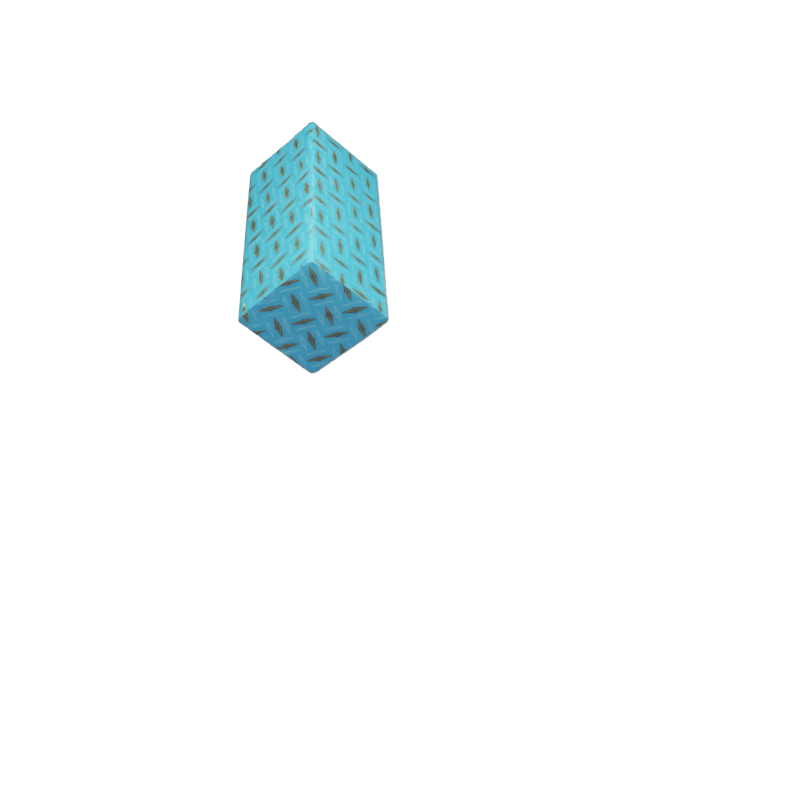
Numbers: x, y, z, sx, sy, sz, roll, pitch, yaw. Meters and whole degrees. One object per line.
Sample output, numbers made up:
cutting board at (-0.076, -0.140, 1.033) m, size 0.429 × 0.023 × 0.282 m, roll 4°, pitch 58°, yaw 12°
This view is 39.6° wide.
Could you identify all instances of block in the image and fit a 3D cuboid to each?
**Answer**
block at (-0.076, -0.138, 0.970) m, size 0.089 × 0.221 × 0.085 m, roll -36°, pitch -55°, yaw 26°
